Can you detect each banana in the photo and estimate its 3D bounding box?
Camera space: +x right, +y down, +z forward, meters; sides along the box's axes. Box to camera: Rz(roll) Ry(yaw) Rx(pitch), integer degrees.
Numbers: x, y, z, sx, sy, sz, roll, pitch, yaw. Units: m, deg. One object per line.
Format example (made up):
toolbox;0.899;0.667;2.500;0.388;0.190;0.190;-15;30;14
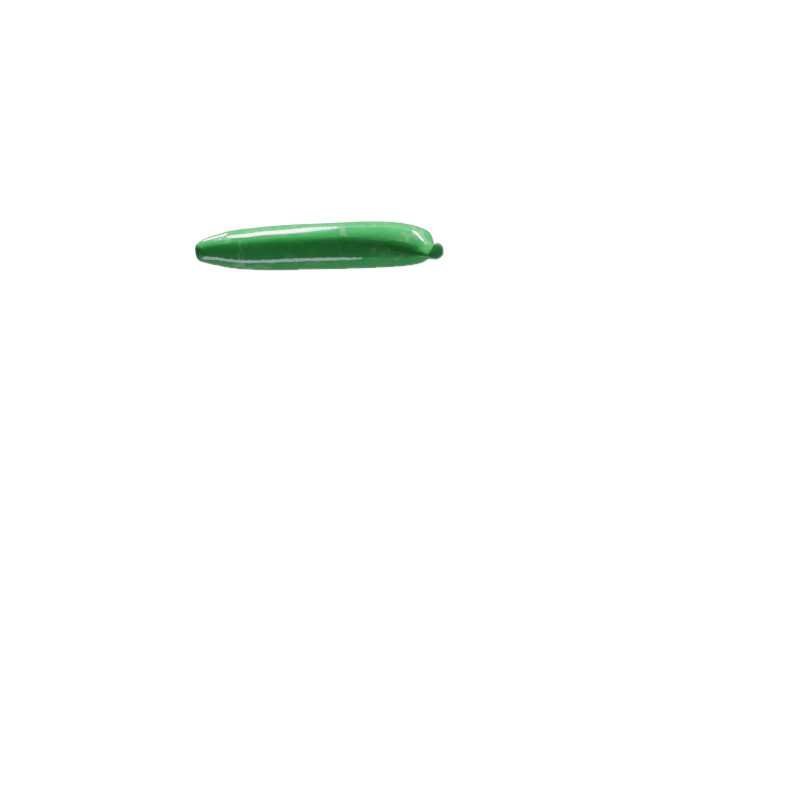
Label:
banana;-0.058;-0.121;0.864;0.202;0.037;0.067;0;-1;17
